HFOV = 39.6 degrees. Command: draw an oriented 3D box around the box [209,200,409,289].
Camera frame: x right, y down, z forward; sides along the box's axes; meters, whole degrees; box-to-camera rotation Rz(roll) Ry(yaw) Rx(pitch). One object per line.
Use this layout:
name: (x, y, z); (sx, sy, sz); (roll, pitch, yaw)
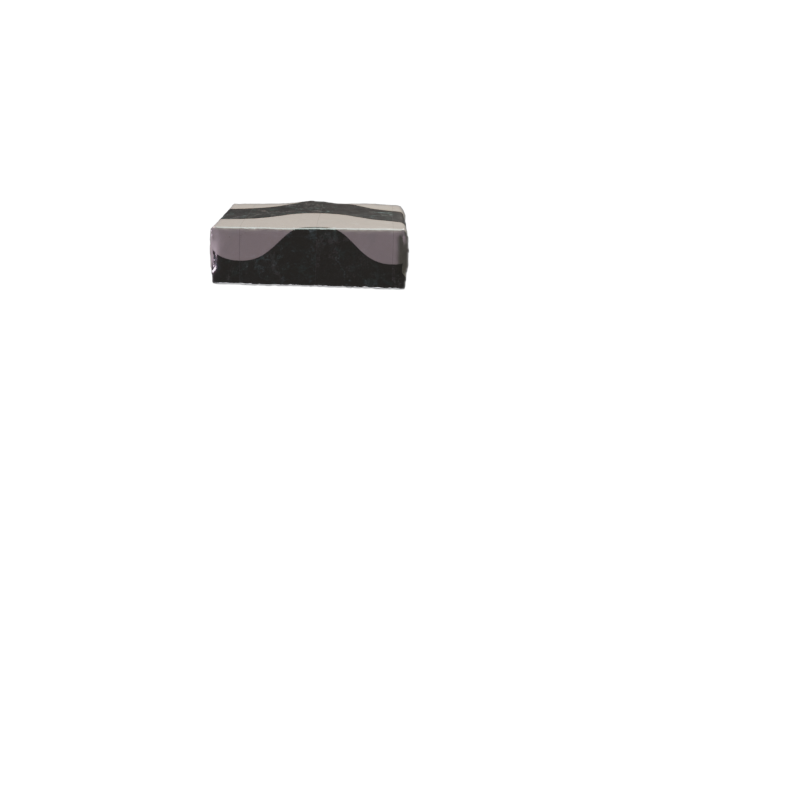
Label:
box: (-0.041, -0.075, 0.526); (0.089, 0.029, 0.075); (1, 17, 2)
